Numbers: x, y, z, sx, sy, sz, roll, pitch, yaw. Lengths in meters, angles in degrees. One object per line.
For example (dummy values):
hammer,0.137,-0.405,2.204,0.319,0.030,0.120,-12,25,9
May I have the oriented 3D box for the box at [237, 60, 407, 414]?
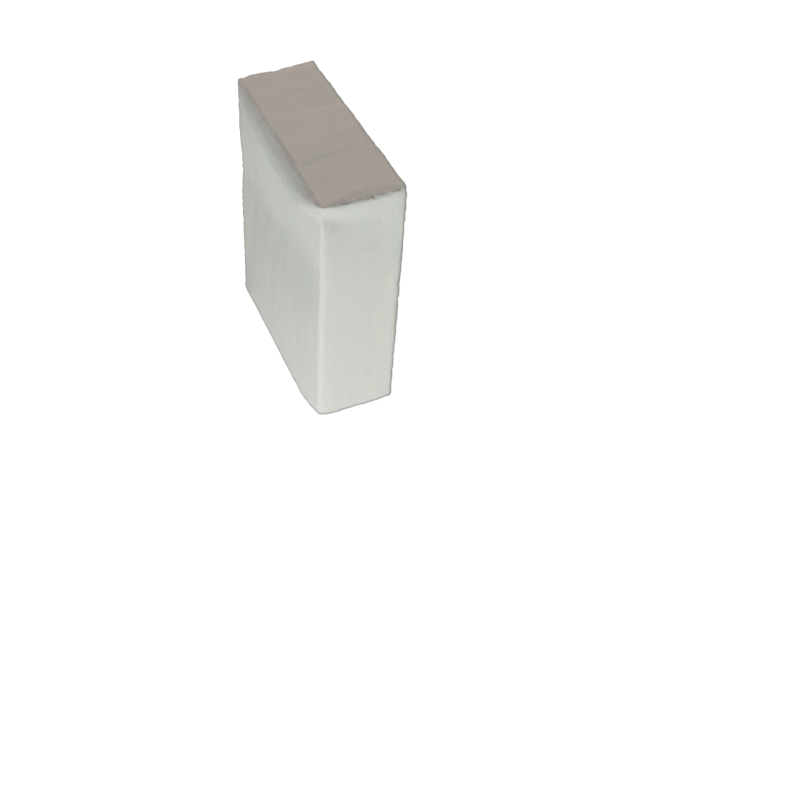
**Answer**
box,-0.066,-0.120,0.837,0.071,0.199,0.178,-16,49,-18
